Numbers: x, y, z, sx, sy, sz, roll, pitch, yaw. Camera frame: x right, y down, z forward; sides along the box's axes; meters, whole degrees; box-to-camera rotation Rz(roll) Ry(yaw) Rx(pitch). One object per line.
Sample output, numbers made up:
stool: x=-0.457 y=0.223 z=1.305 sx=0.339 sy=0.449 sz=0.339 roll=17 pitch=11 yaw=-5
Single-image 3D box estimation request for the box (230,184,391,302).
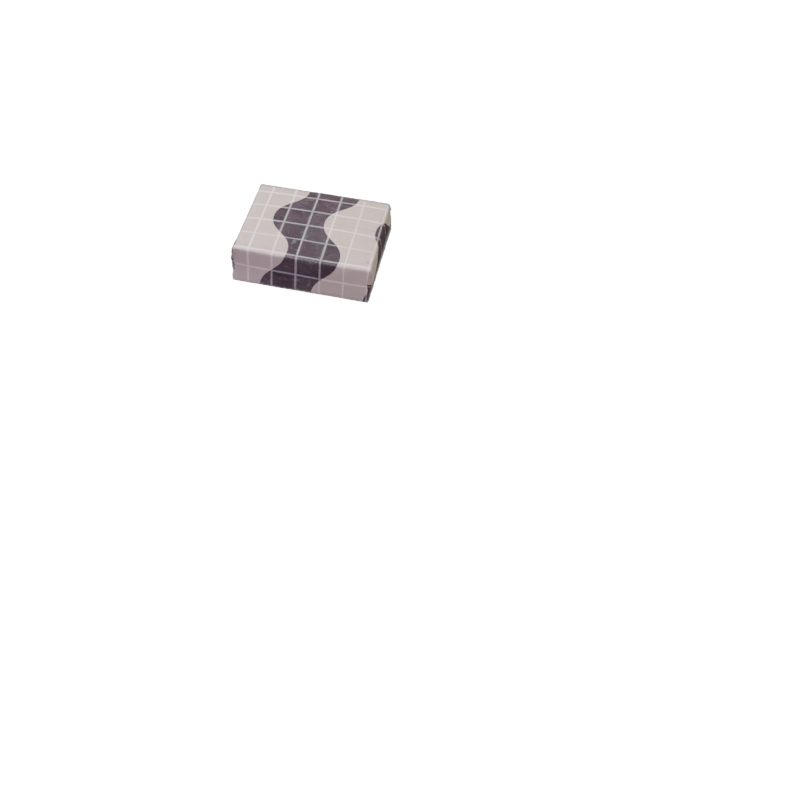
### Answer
box: x=-0.069 y=-0.127 z=0.888 sx=0.115 sy=0.036 sz=0.095 roll=8 pitch=42 yaw=8
